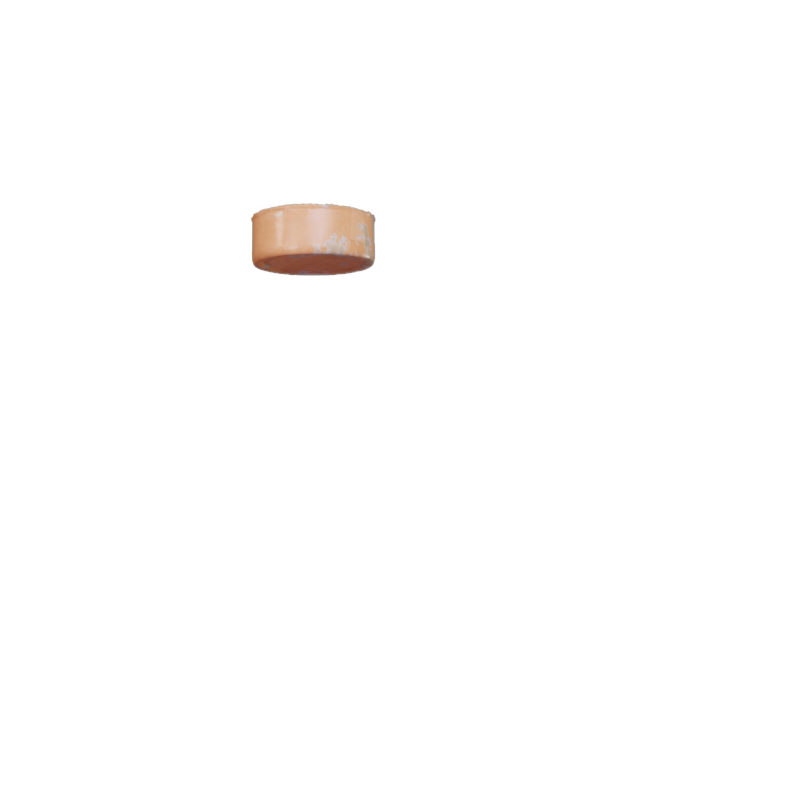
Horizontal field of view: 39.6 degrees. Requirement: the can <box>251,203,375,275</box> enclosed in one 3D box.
[{"bbox_3d":[-0.060,-0.109,0.761,0.086,0.034,0.084,0,-5,-2],"label":"can"}]
